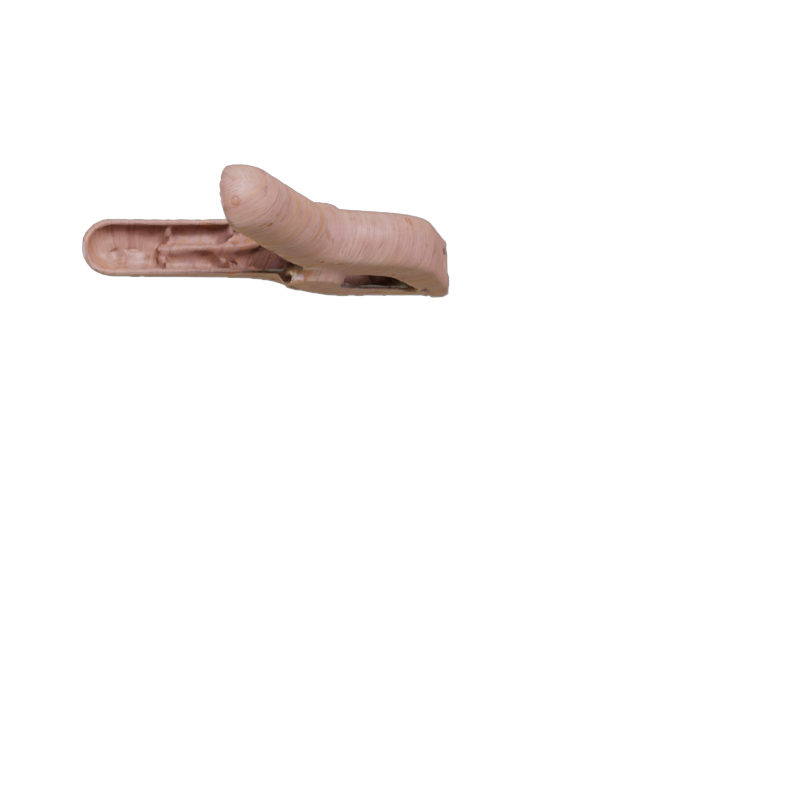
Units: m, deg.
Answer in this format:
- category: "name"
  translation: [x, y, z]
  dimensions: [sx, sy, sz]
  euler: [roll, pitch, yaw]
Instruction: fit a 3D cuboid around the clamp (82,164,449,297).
- category: "clamp"
  translation: [-0.037, -0.068, 0.477]
  dimensions: [0.165, 0.040, 0.123]
  euler: [0, 0, -32]
